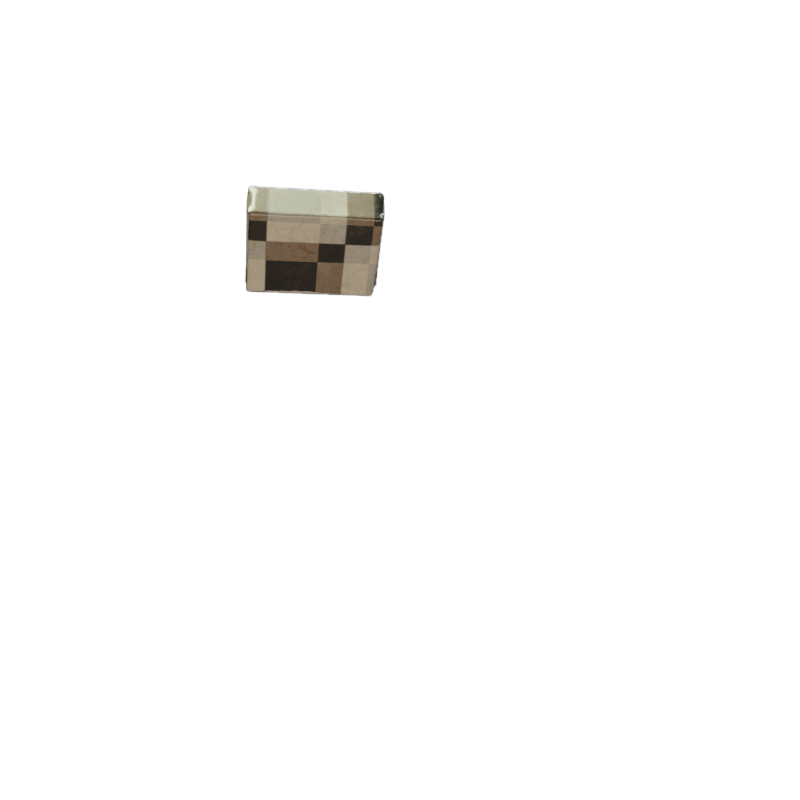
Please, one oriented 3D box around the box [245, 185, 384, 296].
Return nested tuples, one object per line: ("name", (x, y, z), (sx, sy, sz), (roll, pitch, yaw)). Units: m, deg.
("box", (-0.057, -0.105, 0.734), (0.089, 0.032, 0.068), (2, -42, -3))
